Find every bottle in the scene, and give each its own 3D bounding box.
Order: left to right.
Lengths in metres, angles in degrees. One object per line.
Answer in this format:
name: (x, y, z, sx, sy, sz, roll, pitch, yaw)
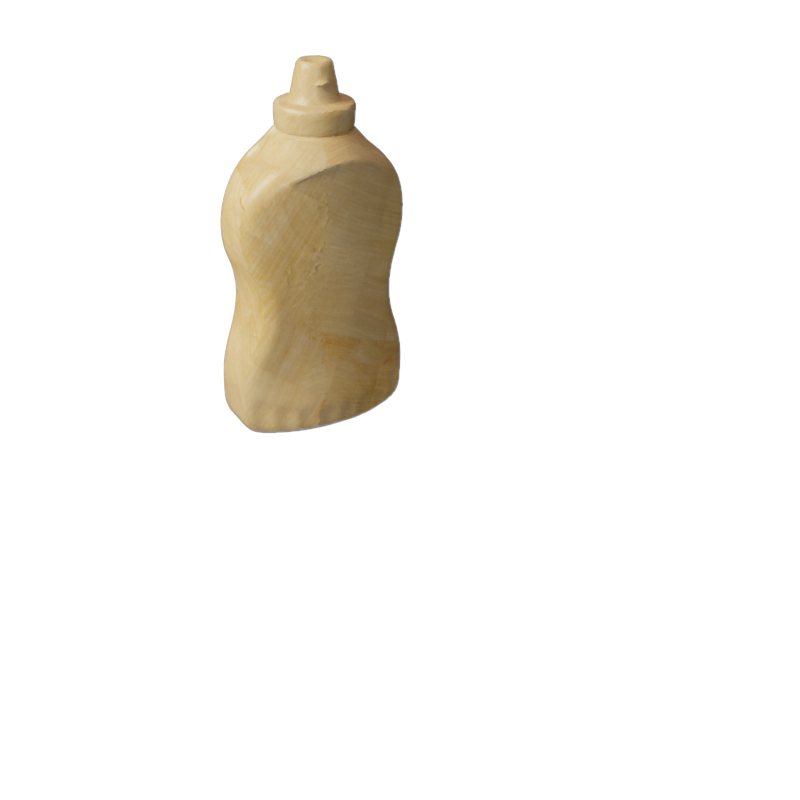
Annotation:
bottle: (-0.044, -0.081, 0.571, 0.094, 0.182, 0.063, -11, 27, -26)
